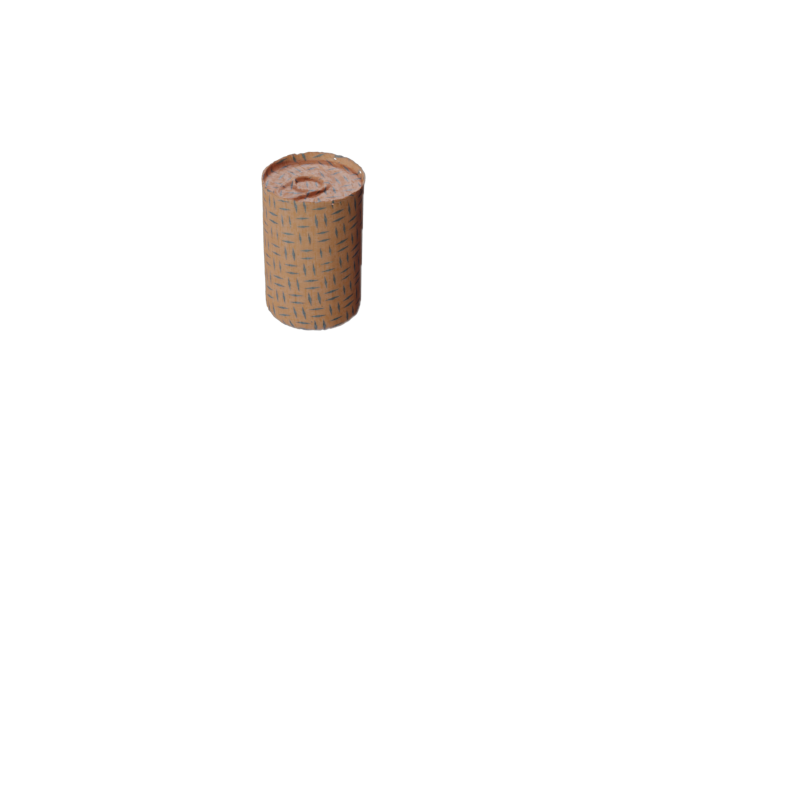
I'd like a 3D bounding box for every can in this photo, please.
[{"bbox_3d":[-0.058,-0.107,0.746,0.068,0.096,0.073,0,36,-3],"label":"can"}]
